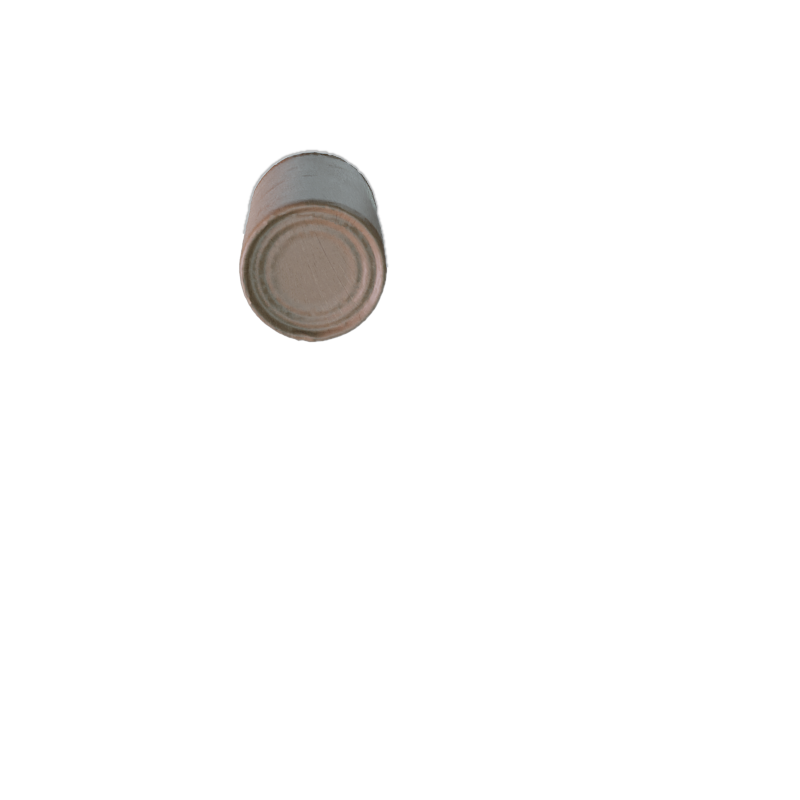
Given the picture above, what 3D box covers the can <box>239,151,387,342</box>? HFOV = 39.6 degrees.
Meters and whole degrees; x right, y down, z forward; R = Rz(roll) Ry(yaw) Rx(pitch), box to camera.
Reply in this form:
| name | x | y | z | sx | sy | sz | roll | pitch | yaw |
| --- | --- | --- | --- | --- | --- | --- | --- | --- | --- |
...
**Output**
| name | x | y | z | sx | sy | sz | roll | pitch | yaw |
| --- | --- | --- | --- | --- | --- | --- | --- | --- | --- |
| can | -0.042 | -0.077 | 0.539 | 0.068 | 0.066 | 0.107 | 0 | 22 | -3 |
